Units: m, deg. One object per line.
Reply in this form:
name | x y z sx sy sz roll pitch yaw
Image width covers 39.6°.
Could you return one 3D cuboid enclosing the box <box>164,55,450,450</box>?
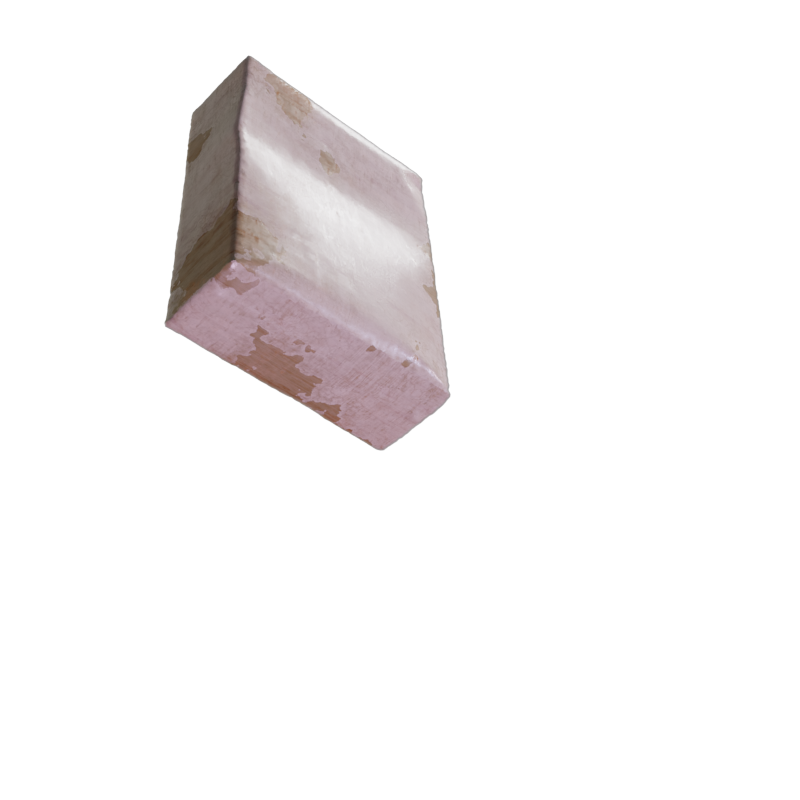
box | -0.054 -0.099 0.692 0.155 0.230 0.071 31 -55 -28
